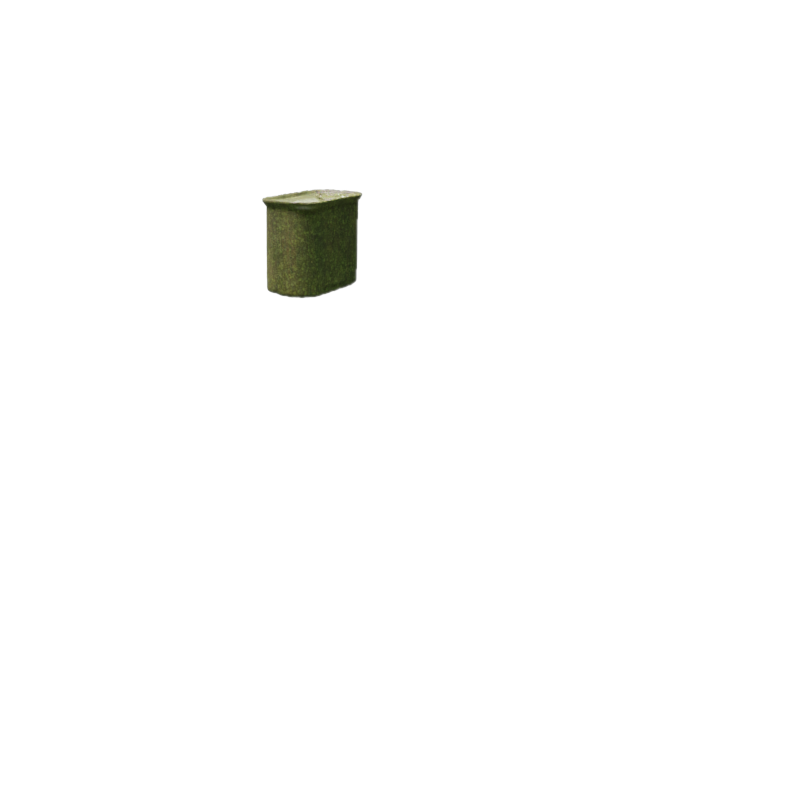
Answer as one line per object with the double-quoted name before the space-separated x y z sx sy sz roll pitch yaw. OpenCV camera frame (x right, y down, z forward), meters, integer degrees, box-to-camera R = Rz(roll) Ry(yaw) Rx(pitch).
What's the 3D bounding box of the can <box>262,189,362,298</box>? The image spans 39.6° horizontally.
"can" -0.077 -0.141 0.989 0.060 0.082 0.101 7 15 28
